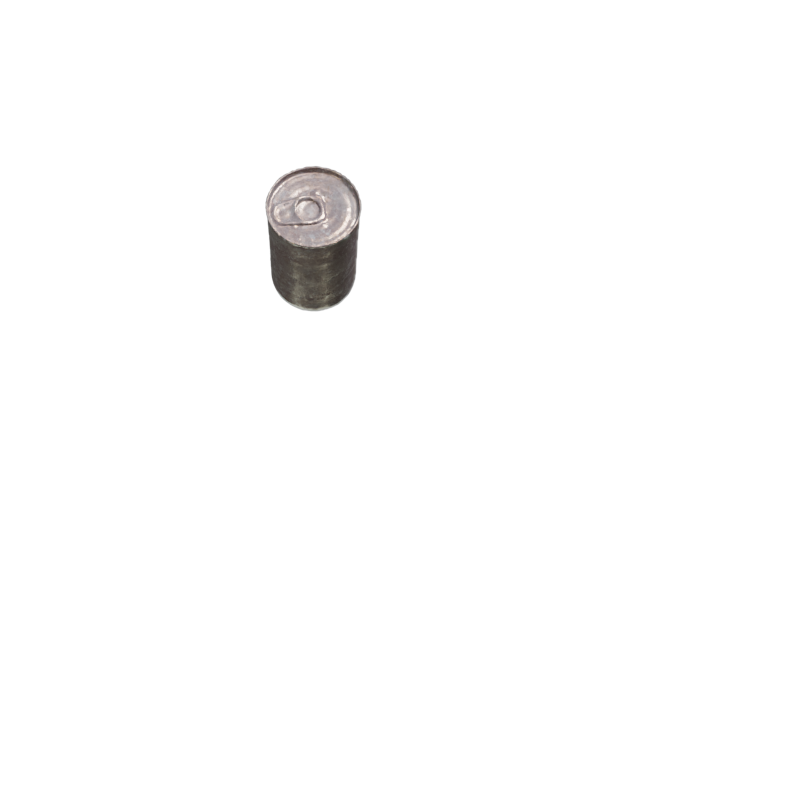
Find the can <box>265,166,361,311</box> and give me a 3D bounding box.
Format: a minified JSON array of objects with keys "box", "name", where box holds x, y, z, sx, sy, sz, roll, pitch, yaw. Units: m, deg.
[{"box":[-0.065,-0.118,0.825,0.068,0.073,0.096,0,-26,-3],"name":"can"}]
